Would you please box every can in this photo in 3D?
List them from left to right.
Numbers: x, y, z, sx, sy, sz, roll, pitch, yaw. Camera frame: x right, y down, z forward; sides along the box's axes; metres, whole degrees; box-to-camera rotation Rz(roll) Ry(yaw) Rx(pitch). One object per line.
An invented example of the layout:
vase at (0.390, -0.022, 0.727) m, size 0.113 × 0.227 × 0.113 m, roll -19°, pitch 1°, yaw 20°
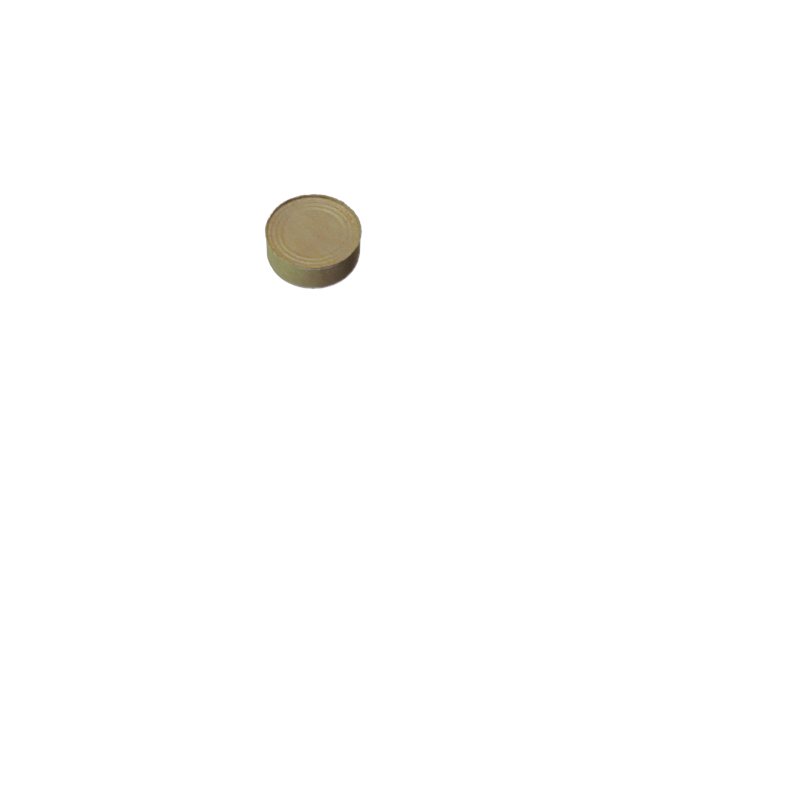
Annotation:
can at (-0.078, -0.142, 0.992) m, size 0.086 × 0.092 × 0.031 m, roll -1°, pitch -36°, yaw -1°
